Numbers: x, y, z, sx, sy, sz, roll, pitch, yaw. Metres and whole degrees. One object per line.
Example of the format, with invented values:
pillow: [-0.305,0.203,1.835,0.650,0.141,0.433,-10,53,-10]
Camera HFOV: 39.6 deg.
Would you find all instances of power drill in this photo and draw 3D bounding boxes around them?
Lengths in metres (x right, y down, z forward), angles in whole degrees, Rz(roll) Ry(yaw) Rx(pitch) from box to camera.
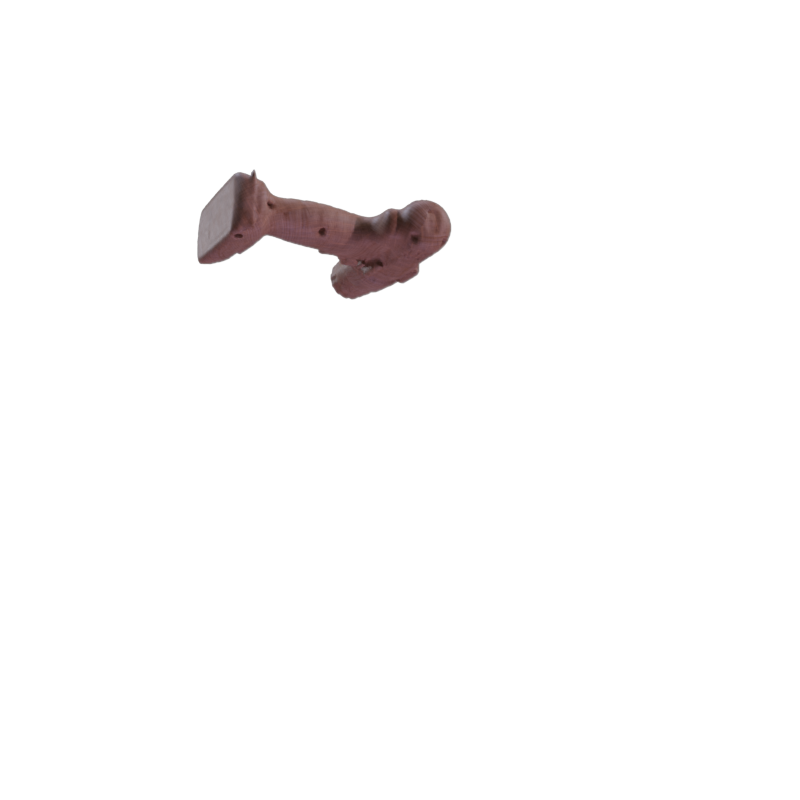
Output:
power drill: [-0.074,-0.136,0.950,0.181,0.060,0.183,6,-16,-24]
